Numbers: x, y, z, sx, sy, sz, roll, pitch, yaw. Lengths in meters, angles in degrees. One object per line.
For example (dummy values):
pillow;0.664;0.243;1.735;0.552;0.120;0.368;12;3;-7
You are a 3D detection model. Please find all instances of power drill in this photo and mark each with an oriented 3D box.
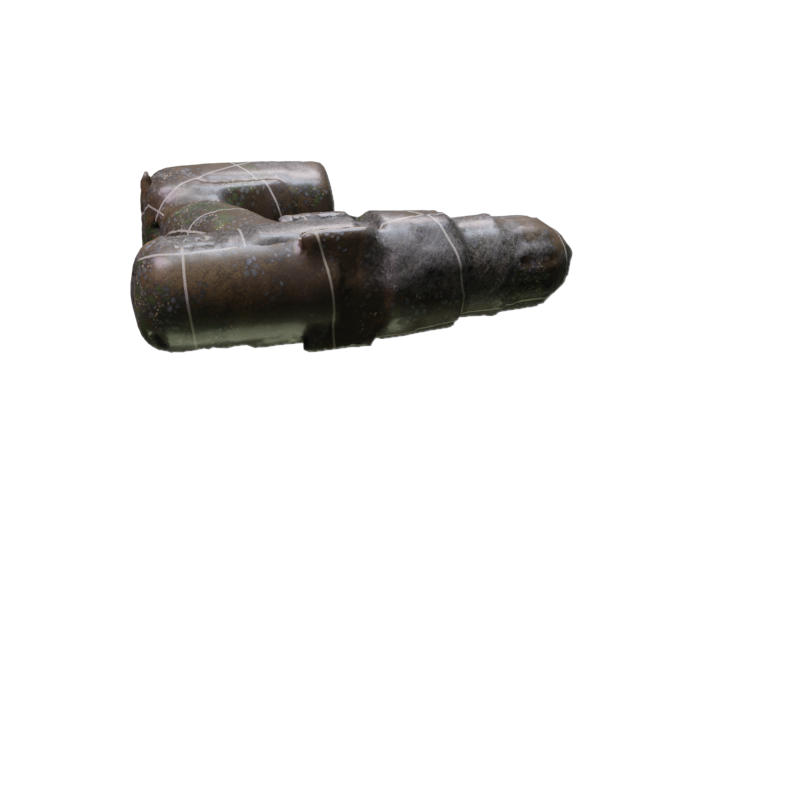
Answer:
power drill;-0.040;-0.073;0.513;0.181;0.056;0.198;-6;18;-18
